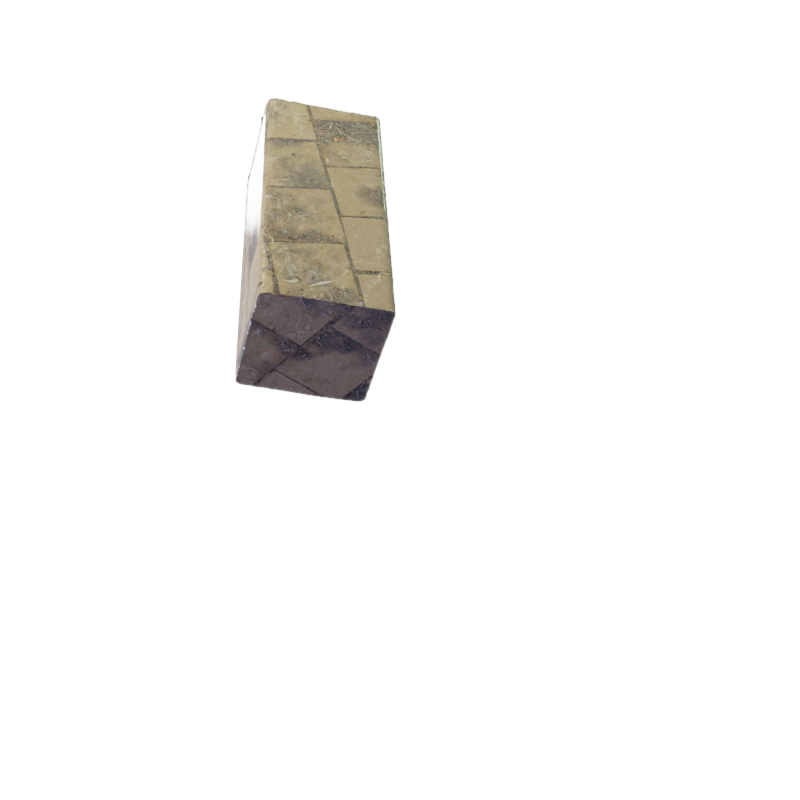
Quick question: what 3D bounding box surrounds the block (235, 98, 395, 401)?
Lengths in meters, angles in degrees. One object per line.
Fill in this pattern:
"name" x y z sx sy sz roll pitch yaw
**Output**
"block" -0.062 -0.112 0.783 0.089 0.221 0.086 8 -45 -12
